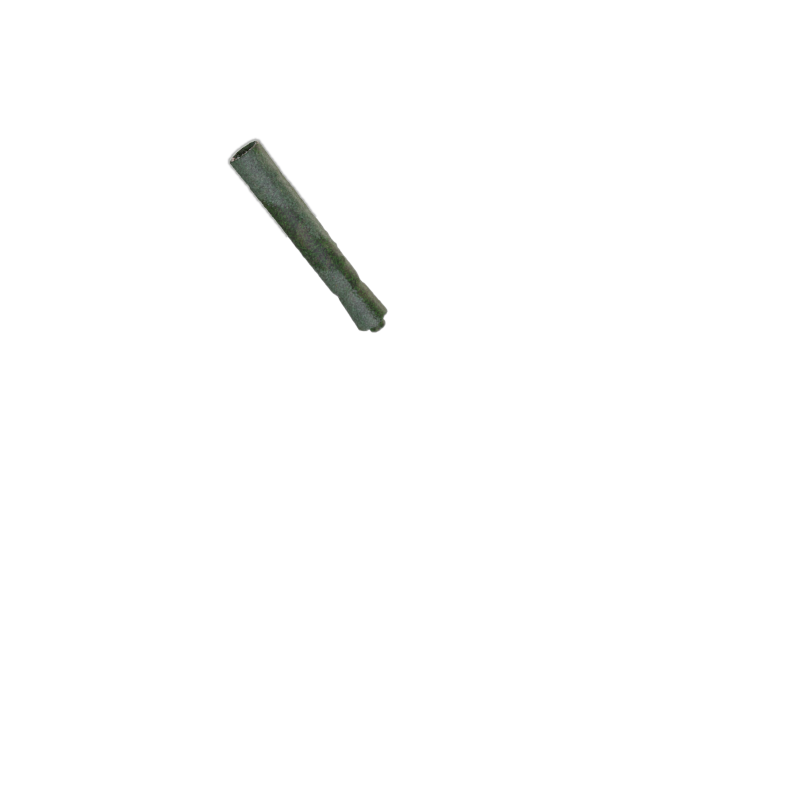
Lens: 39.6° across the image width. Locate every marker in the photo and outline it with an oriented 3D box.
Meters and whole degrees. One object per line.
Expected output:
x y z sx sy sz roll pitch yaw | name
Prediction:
-0.045 -0.082 0.573 0.020 0.115 0.021 -34 19 13 | marker
